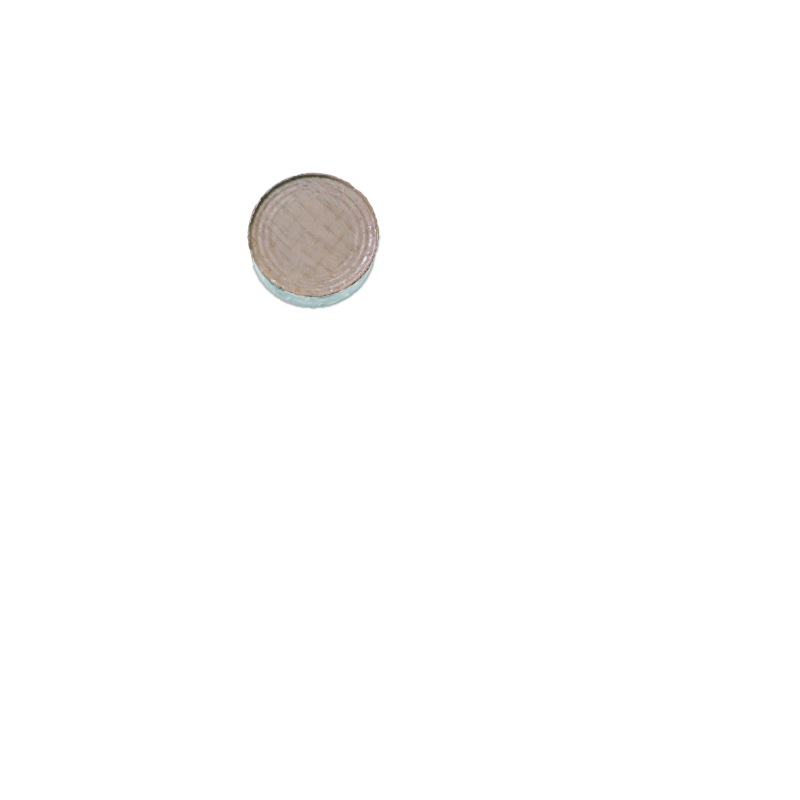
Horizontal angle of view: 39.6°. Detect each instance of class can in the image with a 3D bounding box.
[{"bbox_3d":[-0.058,-0.105,0.736,0.086,0.090,0.032,-1,-18,-1],"label":"can"}]
